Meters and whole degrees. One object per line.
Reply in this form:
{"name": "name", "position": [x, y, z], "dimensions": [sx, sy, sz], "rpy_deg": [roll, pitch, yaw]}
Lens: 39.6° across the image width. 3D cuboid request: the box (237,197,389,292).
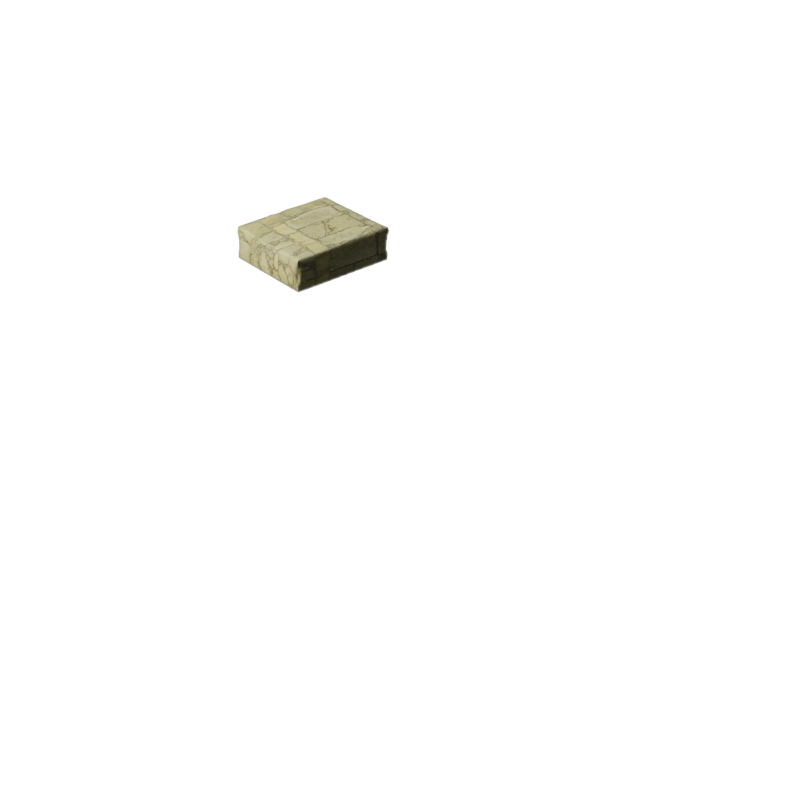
{"name": "box", "position": [-0.064, -0.118, 0.825], "dimensions": [0.088, 0.028, 0.078], "rpy_deg": [-25, 40, -34]}
